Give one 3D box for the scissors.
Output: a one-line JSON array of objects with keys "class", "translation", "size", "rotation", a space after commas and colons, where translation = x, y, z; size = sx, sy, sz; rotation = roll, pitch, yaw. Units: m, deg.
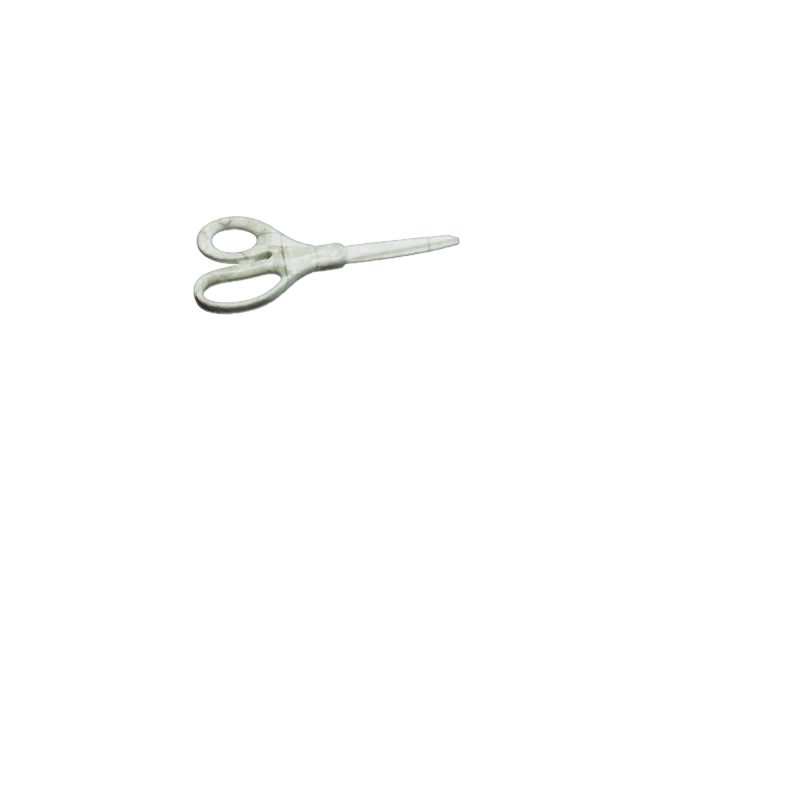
[{"class": "scissors", "translation": [-0.066, -0.120, 0.838], "size": [0.200, 0.104, 0.015], "rotation": [-22, -35, -16]}]
